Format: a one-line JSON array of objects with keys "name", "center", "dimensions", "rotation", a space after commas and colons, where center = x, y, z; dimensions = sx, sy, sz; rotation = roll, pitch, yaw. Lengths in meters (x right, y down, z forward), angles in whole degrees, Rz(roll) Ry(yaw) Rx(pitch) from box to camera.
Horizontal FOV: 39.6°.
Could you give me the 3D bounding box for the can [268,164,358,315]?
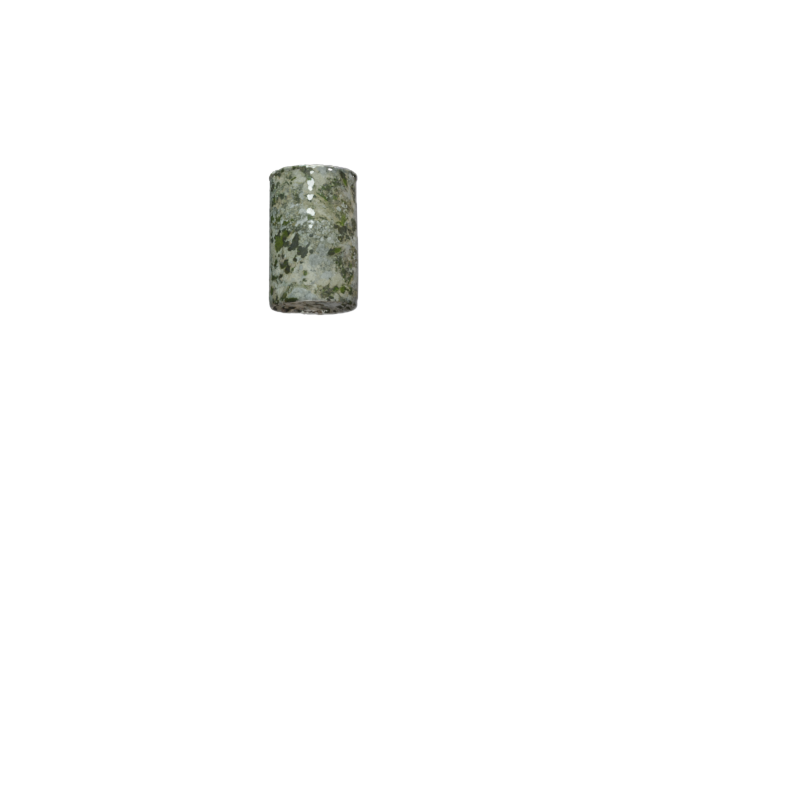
[{"name": "can", "center": [-0.065, -0.119, 0.835], "dimensions": [0.068, 0.105, 0.067], "rotation": [0, -10, -2]}]
